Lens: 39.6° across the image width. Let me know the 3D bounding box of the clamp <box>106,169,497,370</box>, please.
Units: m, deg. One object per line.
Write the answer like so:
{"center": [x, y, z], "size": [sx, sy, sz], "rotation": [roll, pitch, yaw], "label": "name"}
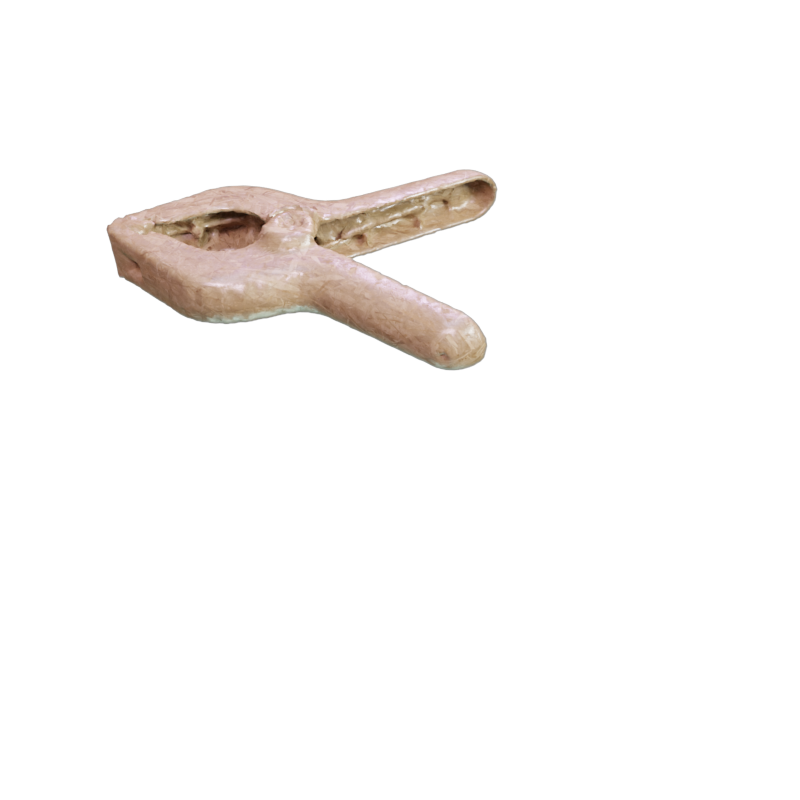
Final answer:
{"center": [-0.038, -0.069, 0.481], "size": [0.176, 0.037, 0.125], "rotation": [11, 37, 14], "label": "clamp"}
